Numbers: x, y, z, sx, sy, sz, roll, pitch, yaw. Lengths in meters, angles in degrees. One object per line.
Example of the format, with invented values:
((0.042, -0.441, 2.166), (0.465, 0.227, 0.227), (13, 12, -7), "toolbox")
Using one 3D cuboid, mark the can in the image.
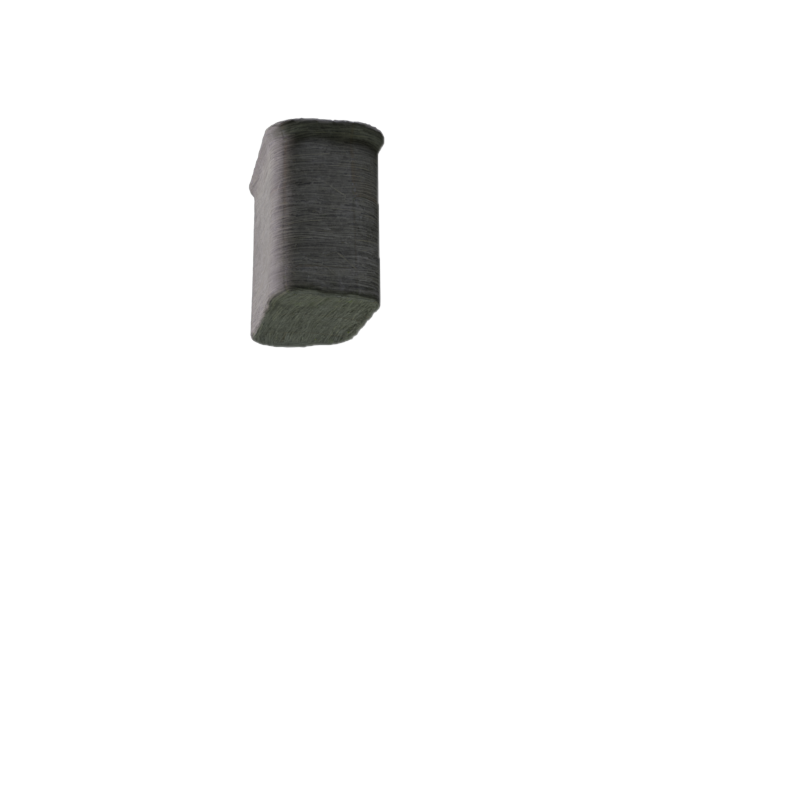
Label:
((-0.042, -0.077, 0.539), (0.057, 0.087, 0.100), (3, -15, -13), "can")
